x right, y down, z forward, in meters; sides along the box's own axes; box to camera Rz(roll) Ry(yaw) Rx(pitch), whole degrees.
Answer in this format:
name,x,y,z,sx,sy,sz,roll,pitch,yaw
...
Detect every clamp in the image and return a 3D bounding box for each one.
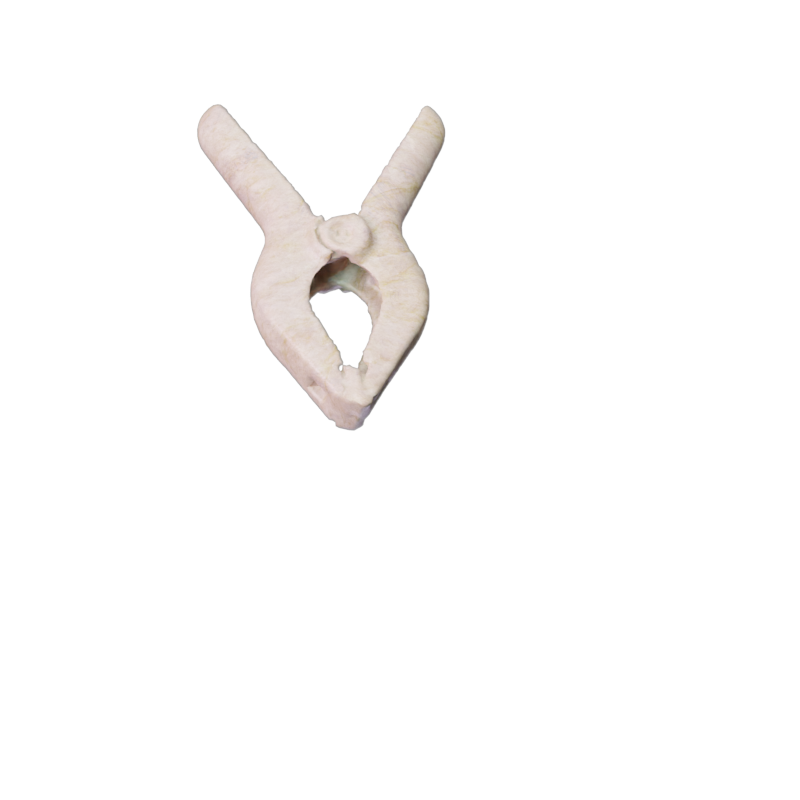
name,x,y,z,sx,sy,sz,roll,pitch,yaw
clamp,-0.040,-0.072,0.505,0.120,0.183,0.037,2,-34,1
